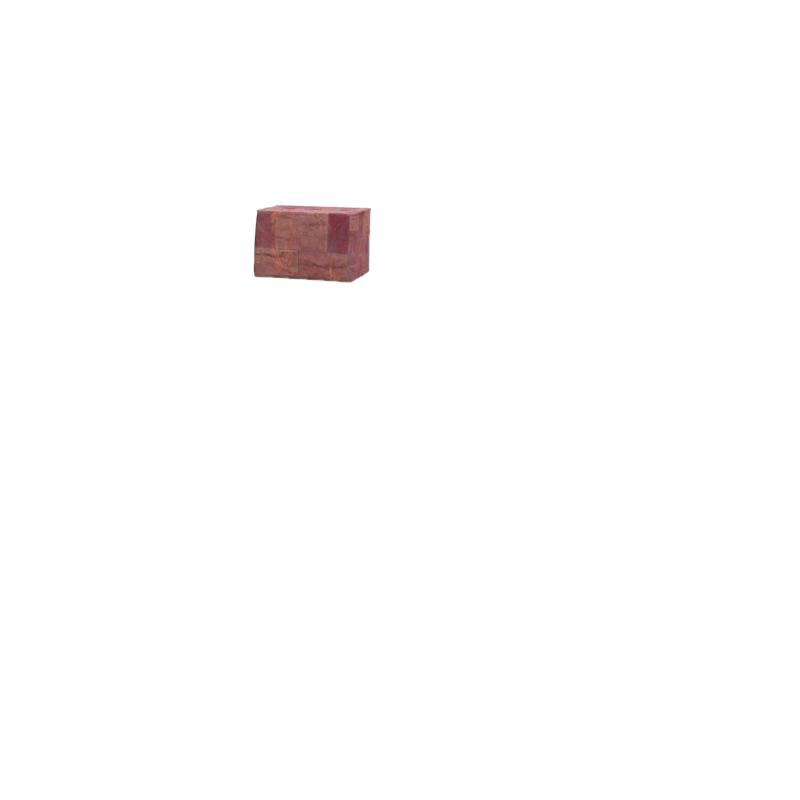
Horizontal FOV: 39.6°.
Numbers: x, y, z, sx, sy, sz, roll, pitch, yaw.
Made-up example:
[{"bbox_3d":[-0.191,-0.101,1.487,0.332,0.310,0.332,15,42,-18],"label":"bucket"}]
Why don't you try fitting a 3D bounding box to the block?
[{"bbox_3d":[-0.066,-0.120,0.839,0.080,0.050,0.053,4,12,16],"label":"block"}]
